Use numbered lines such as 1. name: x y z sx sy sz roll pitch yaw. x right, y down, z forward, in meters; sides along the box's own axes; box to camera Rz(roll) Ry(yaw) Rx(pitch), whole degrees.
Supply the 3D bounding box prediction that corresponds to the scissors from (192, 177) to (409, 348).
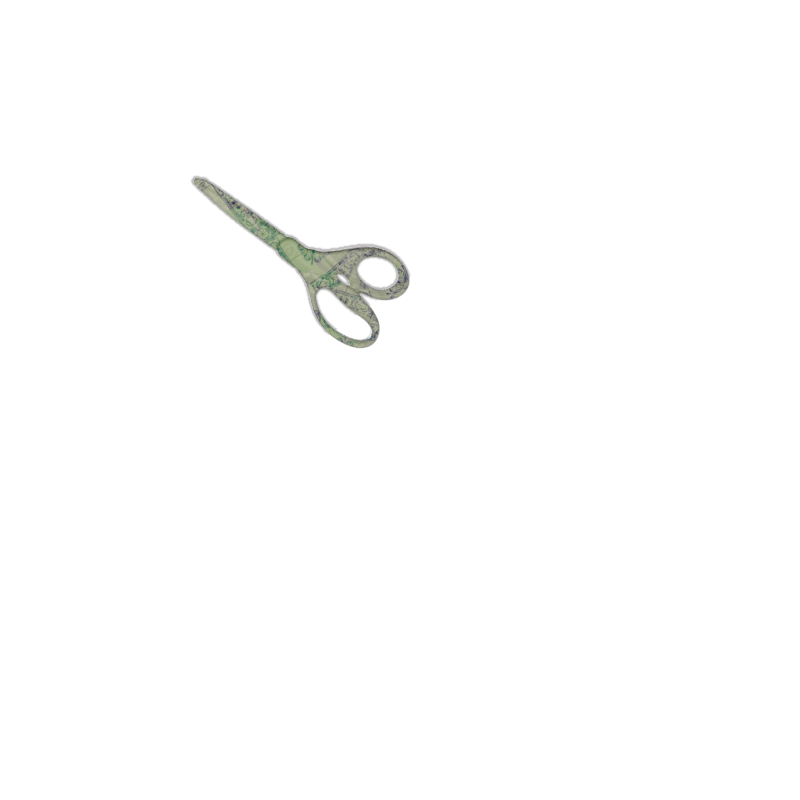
1. scissors: -0.072 -0.131 0.914 0.096 0.195 0.016 -36 12 9
